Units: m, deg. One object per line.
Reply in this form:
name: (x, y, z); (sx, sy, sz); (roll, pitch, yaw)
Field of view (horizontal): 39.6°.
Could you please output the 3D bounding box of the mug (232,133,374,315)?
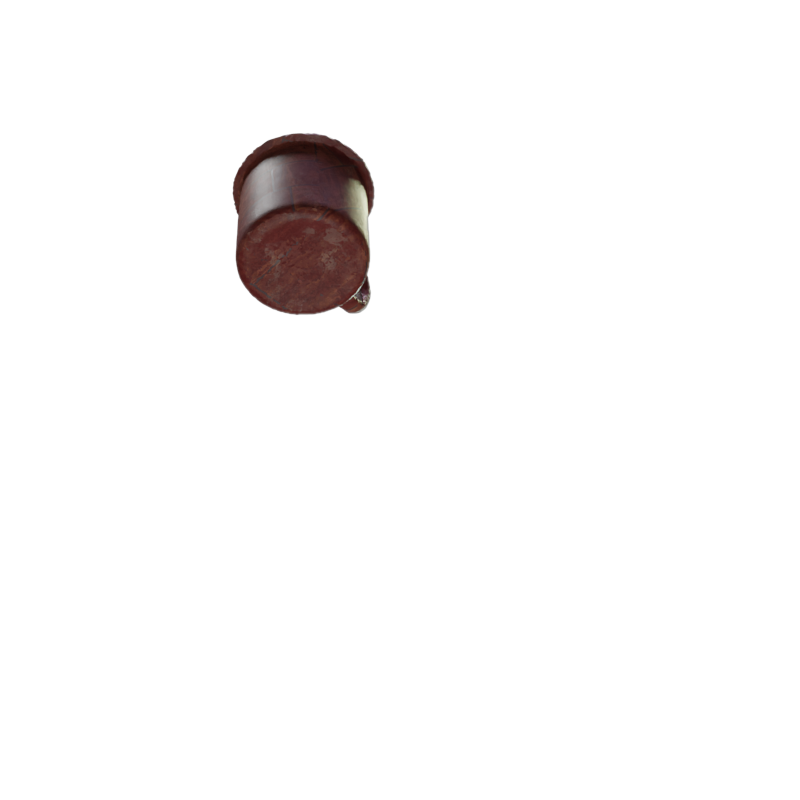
mug: (-0.055, -0.100, 0.701); (0.093, 0.109, 0.087); (-25, 35, 17)
